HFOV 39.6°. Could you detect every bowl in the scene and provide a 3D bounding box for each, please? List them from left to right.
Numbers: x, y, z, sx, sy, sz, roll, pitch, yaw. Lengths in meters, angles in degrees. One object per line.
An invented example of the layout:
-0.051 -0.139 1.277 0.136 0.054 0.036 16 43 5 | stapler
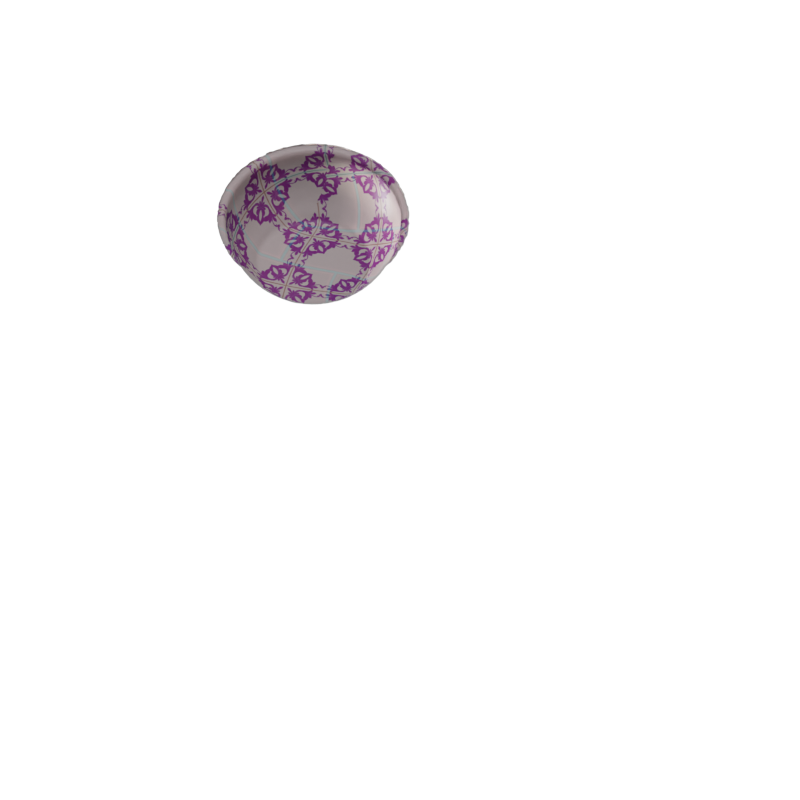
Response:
-0.071 -0.130 0.912 0.162 0.059 0.151 1 -45 -1 | bowl
